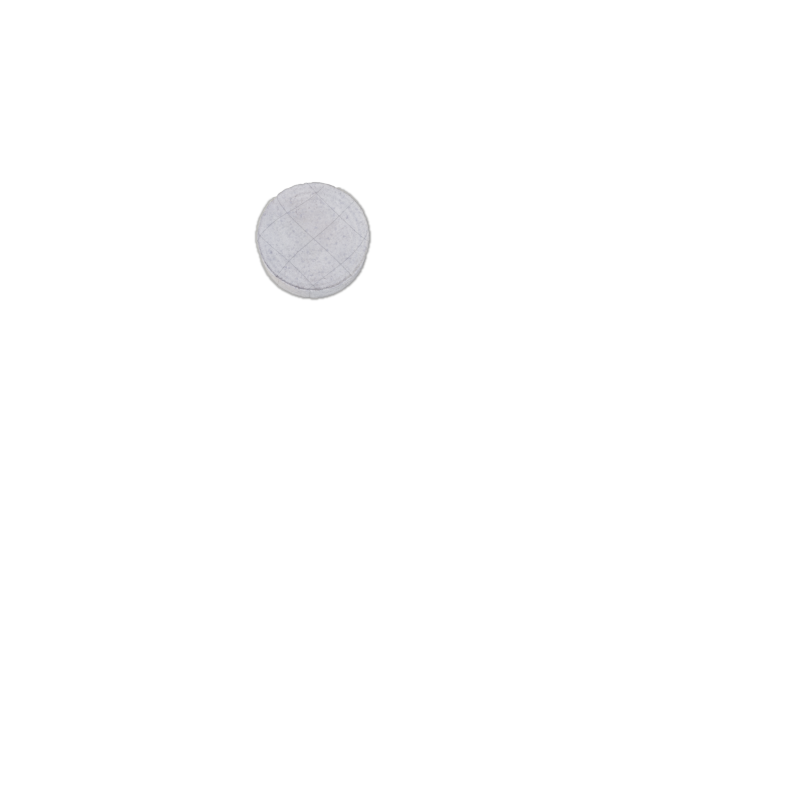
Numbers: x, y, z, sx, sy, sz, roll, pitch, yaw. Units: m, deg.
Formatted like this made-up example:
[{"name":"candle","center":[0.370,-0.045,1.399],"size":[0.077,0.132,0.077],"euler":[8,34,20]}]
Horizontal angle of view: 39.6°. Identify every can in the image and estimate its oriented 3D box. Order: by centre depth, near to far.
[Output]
[{"name":"can","center":[-0.067,-0.121,0.850],"size":[0.086,0.089,0.032],"euler":[0,-14,-1]}]
